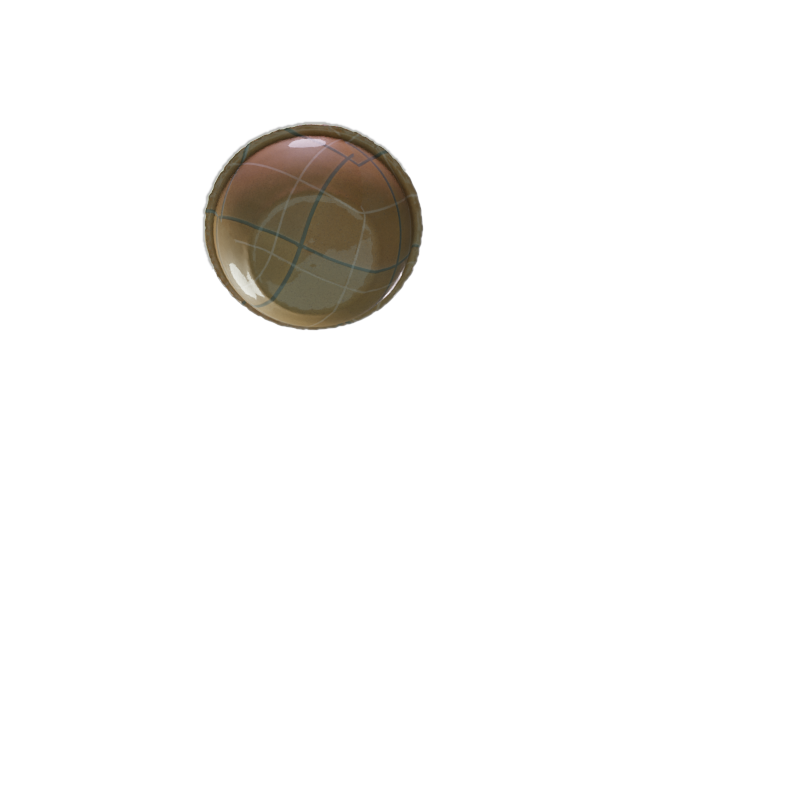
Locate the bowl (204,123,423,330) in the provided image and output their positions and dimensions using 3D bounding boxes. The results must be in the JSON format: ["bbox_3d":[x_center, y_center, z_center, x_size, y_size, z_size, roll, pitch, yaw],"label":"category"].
[{"bbox_3d":[-0.062,-0.113,0.794,0.162,0.155,0.058,1,22,-1],"label":"bowl"}]
